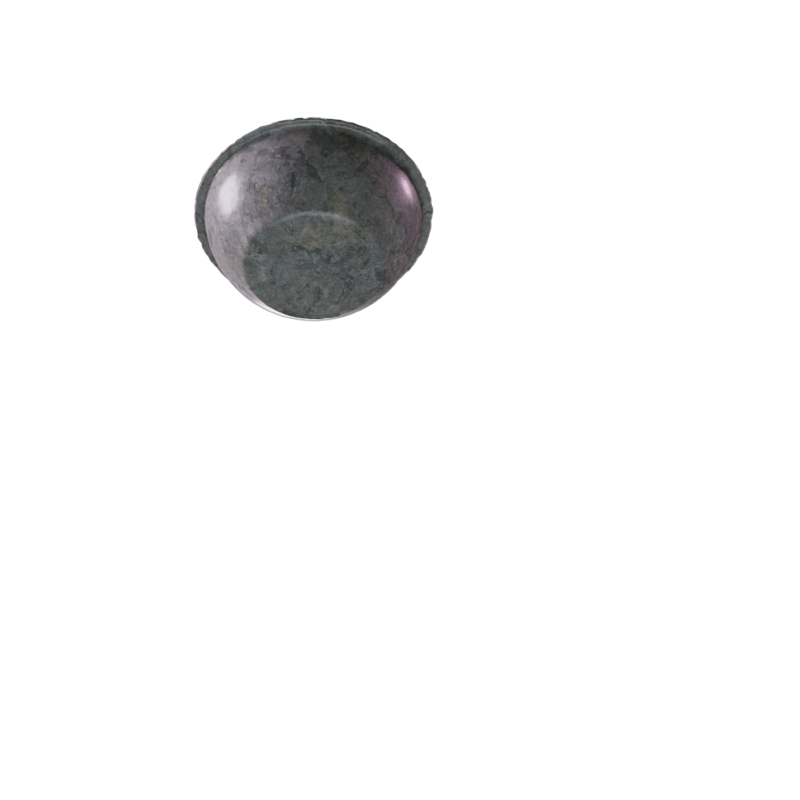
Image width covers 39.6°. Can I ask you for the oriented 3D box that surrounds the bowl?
[{"bbox_3d":[-0.057,-0.105,0.733,0.162,0.151,0.059,1,42,-1],"label":"bowl"}]
